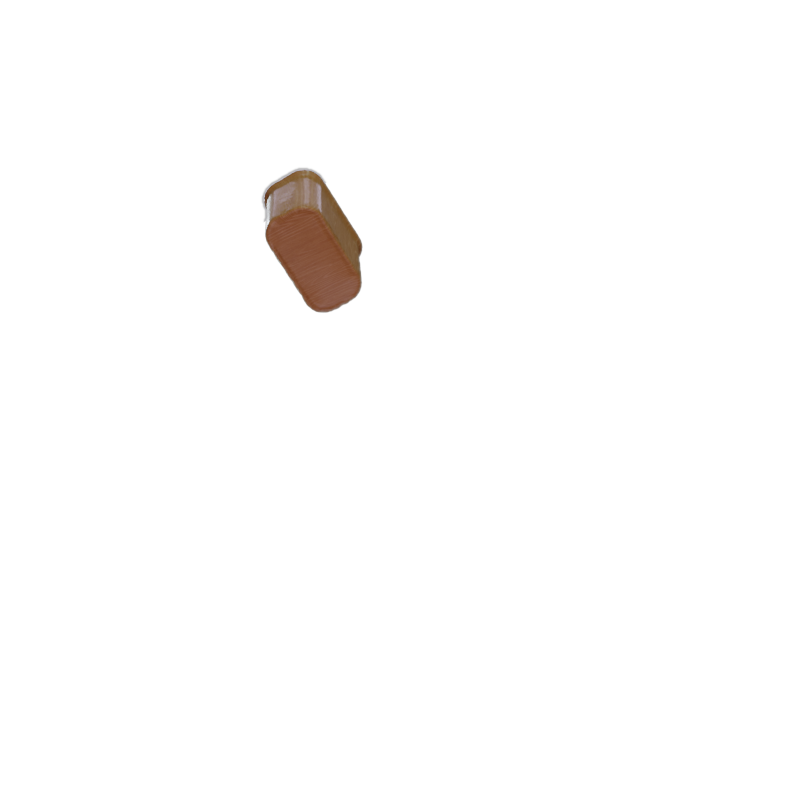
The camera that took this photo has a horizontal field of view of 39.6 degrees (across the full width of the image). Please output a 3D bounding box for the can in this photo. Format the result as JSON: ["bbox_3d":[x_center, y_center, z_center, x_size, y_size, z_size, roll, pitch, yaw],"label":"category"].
[{"bbox_3d":[-0.074,-0.135,0.945,0.057,0.097,0.089,-28,24,11],"label":"can"}]
